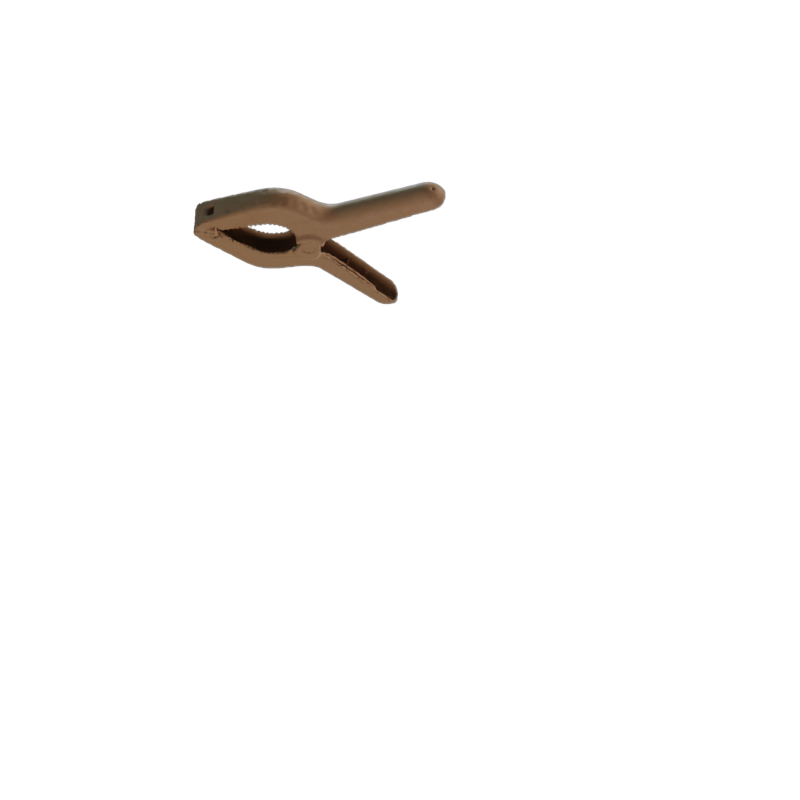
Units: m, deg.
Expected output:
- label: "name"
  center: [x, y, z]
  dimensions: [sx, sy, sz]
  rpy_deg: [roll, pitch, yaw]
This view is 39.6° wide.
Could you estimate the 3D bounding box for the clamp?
- label: "clamp"
  center: [-0.077, -0.140, 0.981]
  dimensions: [0.208, 0.039, 0.155]
  rpy_deg: [3, -33, -5]
